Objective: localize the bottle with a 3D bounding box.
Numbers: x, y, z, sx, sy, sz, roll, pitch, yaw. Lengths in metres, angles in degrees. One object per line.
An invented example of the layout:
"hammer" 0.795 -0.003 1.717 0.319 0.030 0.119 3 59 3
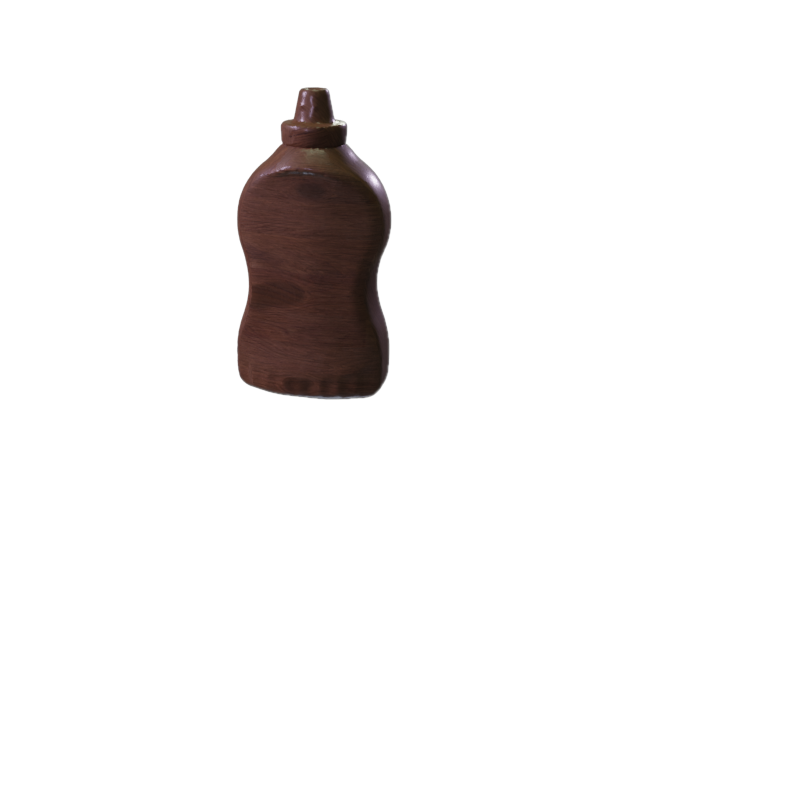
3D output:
"bottle" -0.054 -0.100 0.697 0.098 0.185 0.059 6 16 15
